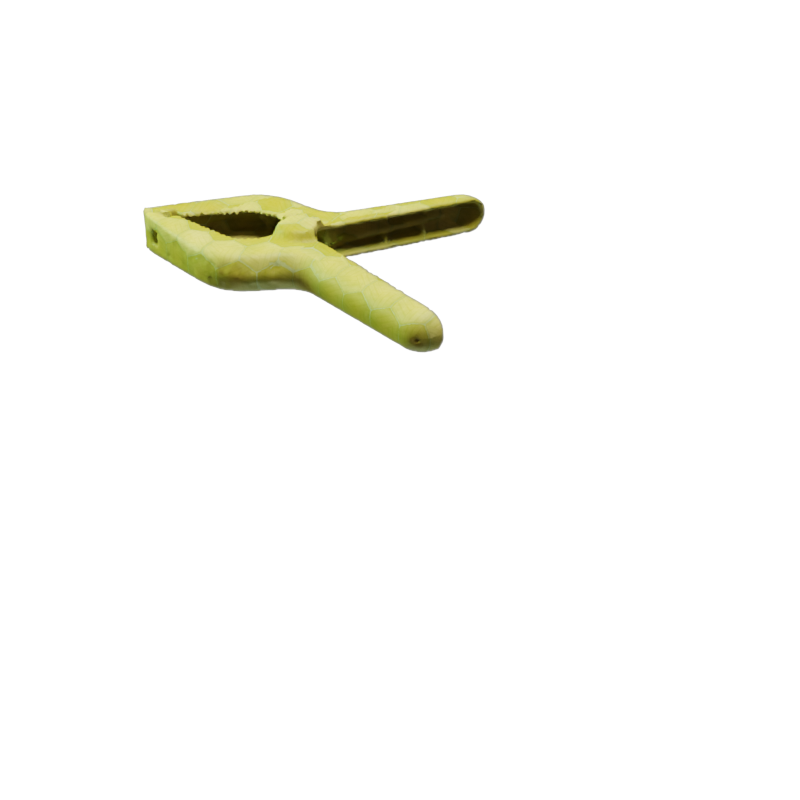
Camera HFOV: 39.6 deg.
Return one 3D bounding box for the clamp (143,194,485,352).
[{"bbox_3d":[-0.053,-0.097,0.679,0.217,0.034,0.169,12,35,18],"label":"clamp"}]
